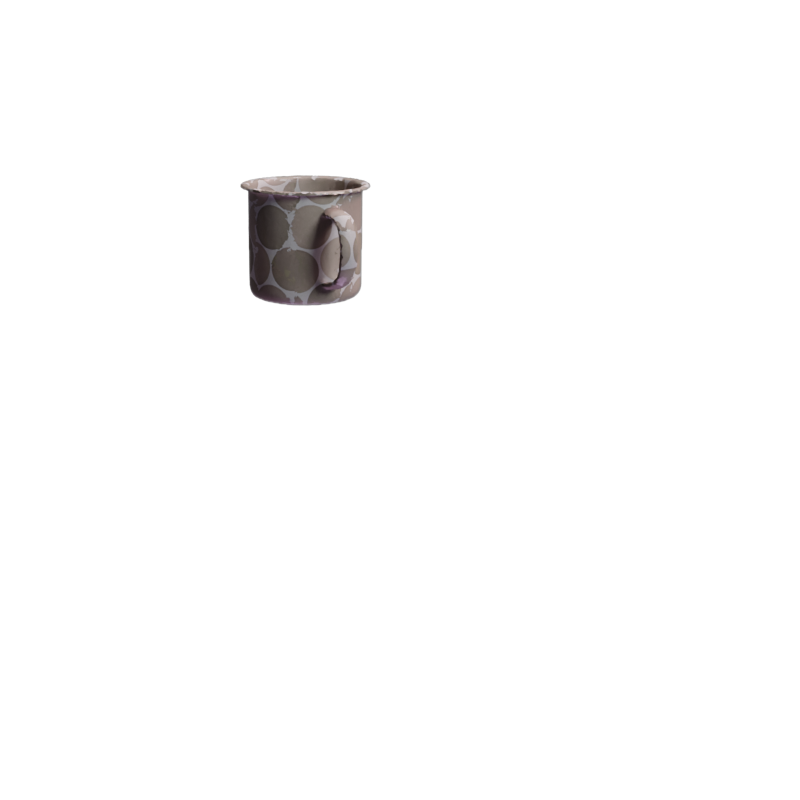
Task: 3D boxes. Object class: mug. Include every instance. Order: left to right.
[{"bbox_3d":[-0.062,-0.113,0.789,0.091,0.079,0.124,-9,18,-30],"label":"mug"}]
